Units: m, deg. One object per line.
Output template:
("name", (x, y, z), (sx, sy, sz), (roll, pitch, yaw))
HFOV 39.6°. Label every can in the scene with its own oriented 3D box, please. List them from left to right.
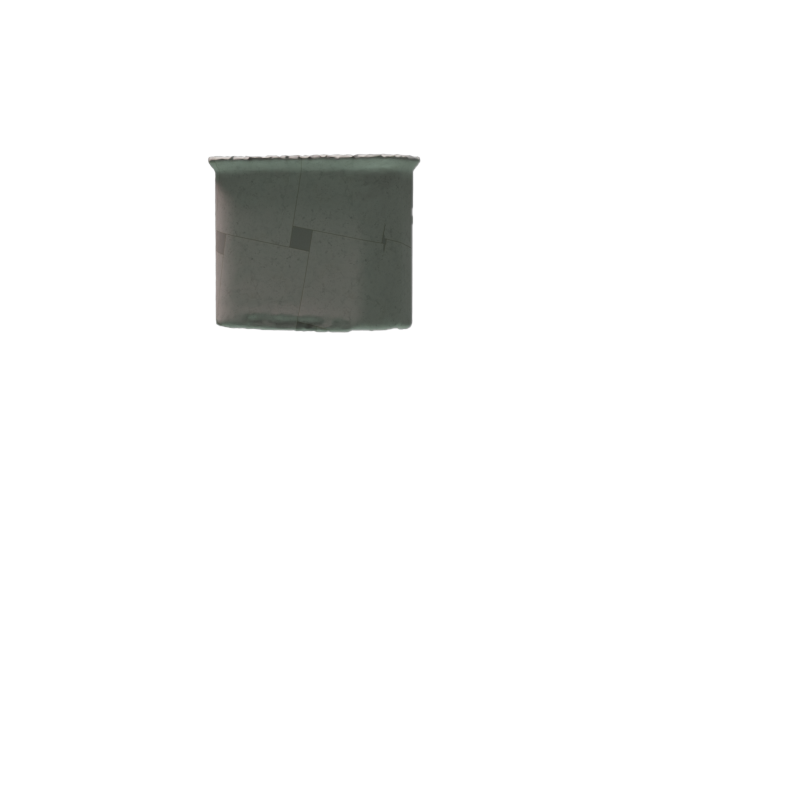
("can", (-0.043, -0.078, 0.546), (0.105, 0.083, 0.056), (3, 5, 20))
